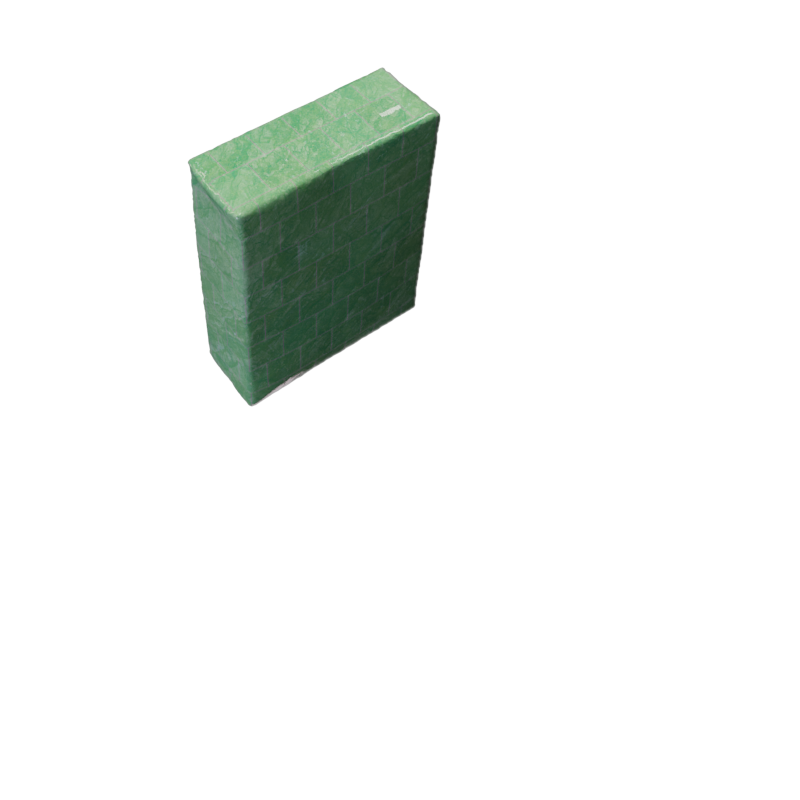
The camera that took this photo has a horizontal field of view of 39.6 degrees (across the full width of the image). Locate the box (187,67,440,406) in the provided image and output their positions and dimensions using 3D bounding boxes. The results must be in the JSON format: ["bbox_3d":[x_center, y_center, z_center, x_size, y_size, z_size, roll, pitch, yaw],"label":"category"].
[{"bbox_3d":[-0.063,-0.114,0.799,0.164,0.077,0.199,-32,-29,-24],"label":"box"}]
